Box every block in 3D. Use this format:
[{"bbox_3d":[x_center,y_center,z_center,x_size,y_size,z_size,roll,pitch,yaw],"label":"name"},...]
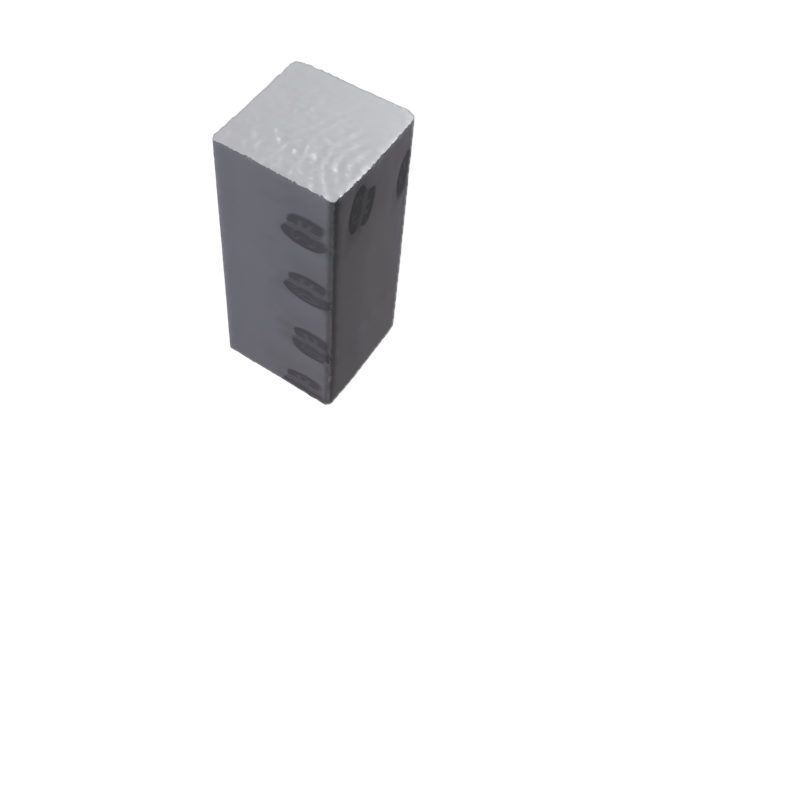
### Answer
[{"bbox_3d":[-0.056,-0.104,0.725,0.095,0.092,0.192,29,-33,17],"label":"block"}]
